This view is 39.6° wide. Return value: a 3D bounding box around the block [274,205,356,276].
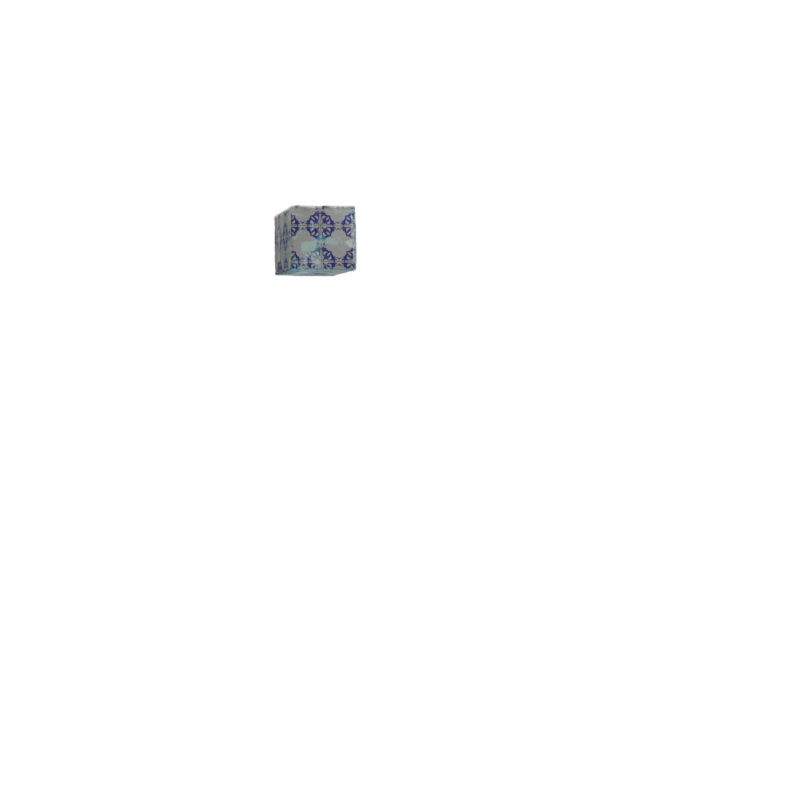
[{"bbox_3d":[-0.070,-0.127,0.890,0.052,0.052,0.079,0,1,-16],"label":"block"}]
